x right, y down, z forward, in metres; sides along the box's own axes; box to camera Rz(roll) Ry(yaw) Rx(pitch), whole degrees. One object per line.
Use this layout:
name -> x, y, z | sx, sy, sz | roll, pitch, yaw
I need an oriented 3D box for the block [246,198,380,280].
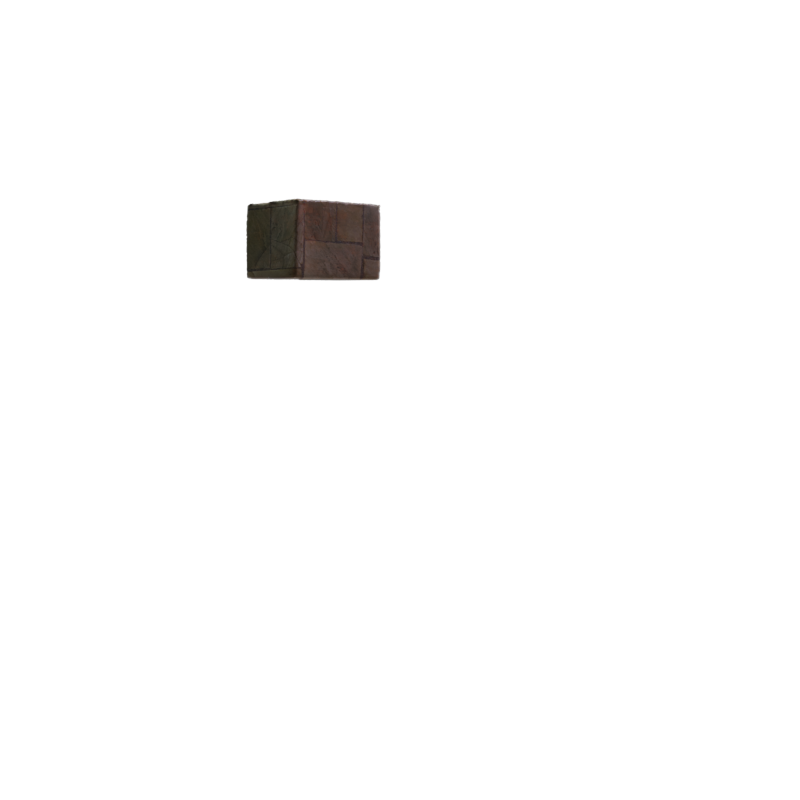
block -> -0.058, -0.106, 0.743 | 0.075, 0.051, 0.055 | -3, 3, -44
